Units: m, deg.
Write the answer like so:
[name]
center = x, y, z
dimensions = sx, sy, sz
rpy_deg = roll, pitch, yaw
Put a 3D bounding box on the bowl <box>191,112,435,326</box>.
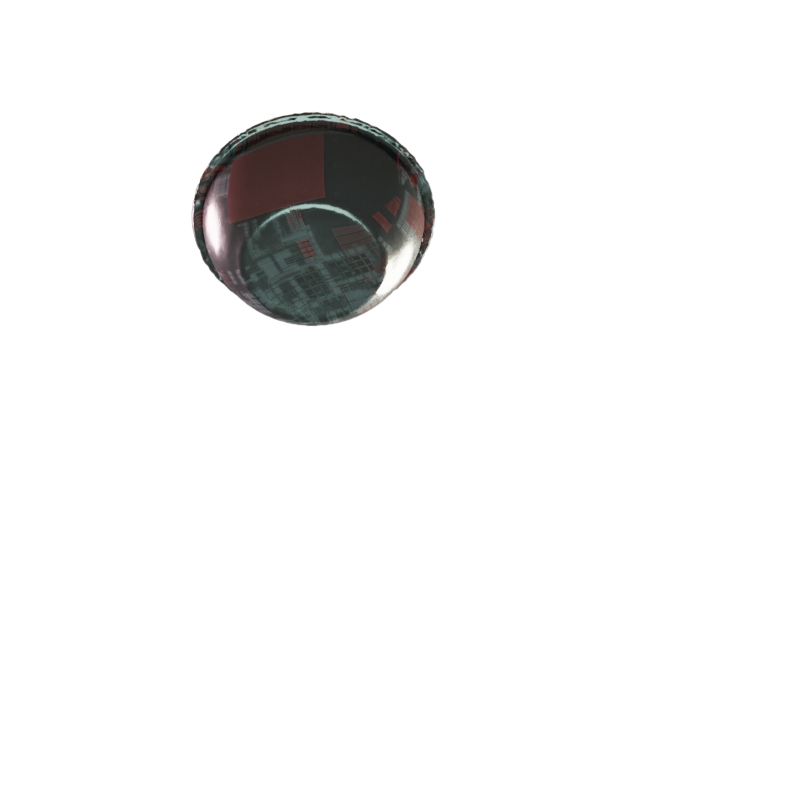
[bowl]
center = -0.056, -0.102, 0.717
dimensions = 0.162, 0.152, 0.059
rpy_deg = 1, 36, -1
